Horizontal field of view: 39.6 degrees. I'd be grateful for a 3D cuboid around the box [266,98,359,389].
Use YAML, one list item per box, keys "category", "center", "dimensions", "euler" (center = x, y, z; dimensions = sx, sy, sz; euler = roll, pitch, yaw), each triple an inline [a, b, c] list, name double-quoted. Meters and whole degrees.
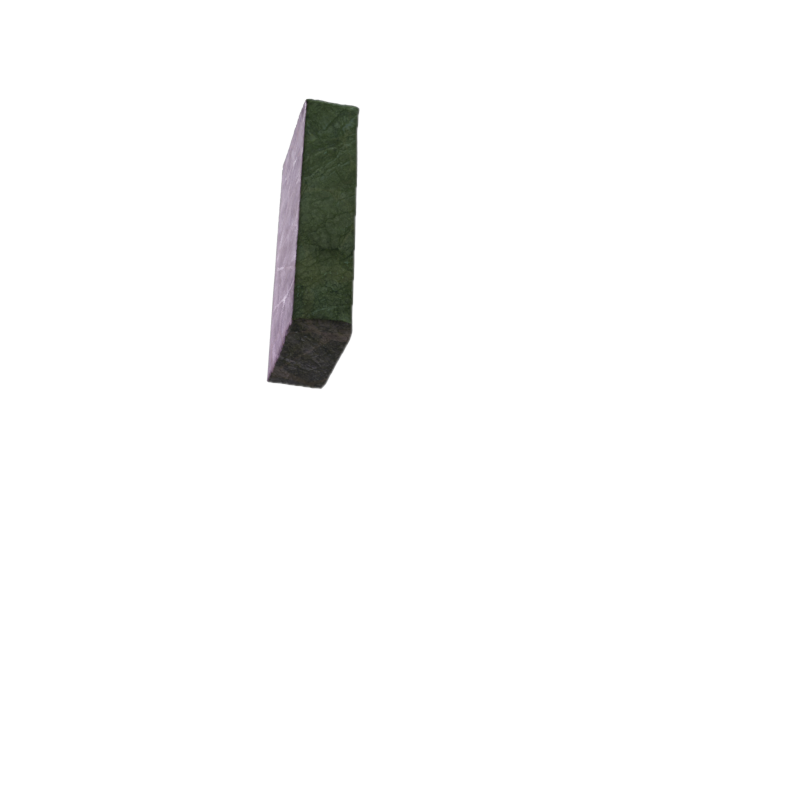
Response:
- category: "box"
  center: [-0.060, -0.108, 0.756]
  dimensions: [0.047, 0.188, 0.089]
  euler: [6, -31, -15]
